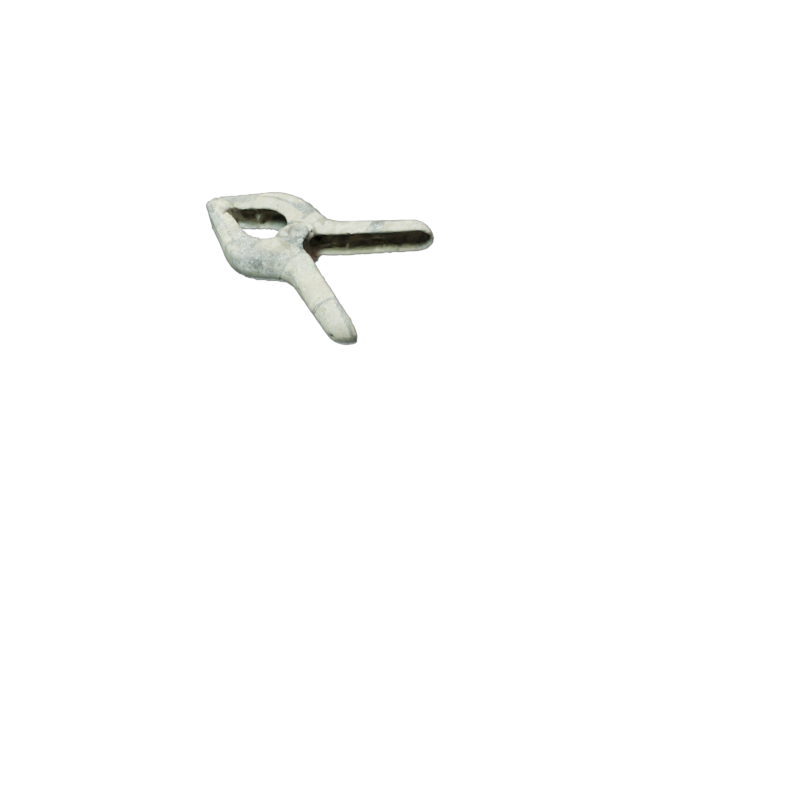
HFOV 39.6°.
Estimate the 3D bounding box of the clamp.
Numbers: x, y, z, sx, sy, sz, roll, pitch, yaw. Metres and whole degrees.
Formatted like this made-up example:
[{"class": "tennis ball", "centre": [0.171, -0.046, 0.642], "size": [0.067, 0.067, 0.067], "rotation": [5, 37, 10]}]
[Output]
[{"class": "clamp", "centre": [-0.064, -0.117, 0.822], "size": [0.182, 0.036, 0.122], "rotation": [33, 55, 27]}]
